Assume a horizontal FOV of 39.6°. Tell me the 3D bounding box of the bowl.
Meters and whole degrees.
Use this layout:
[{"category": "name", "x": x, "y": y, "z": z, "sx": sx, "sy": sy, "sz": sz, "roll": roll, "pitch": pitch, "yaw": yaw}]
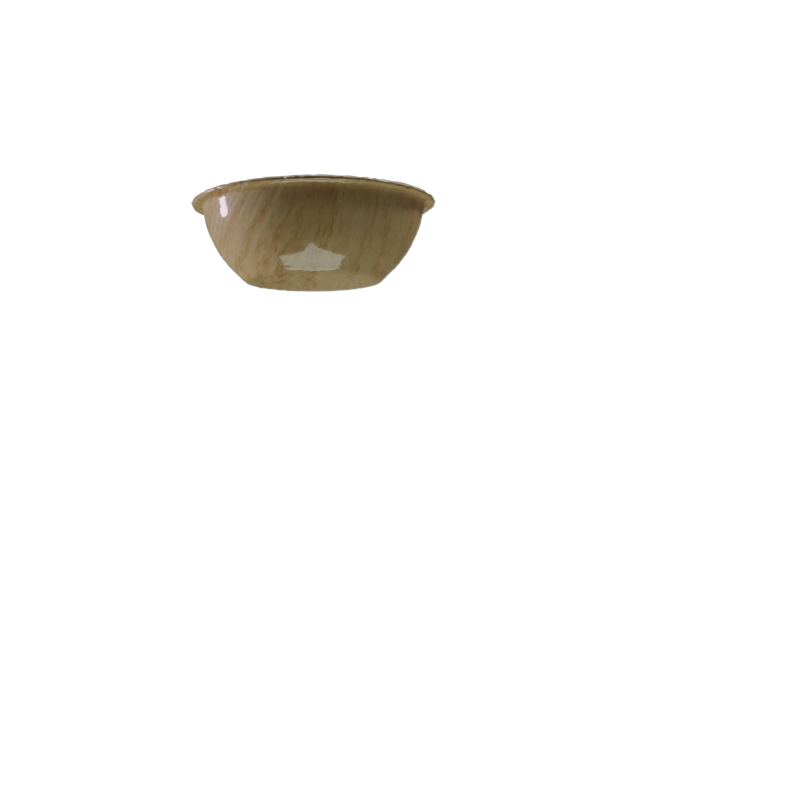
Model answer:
[{"category": "bowl", "x": -0.058, "y": -0.105, "z": 0.736, "sx": 0.162, "sy": 0.056, "sz": 0.160, "roll": 0, "pitch": -3, "yaw": -2}]
